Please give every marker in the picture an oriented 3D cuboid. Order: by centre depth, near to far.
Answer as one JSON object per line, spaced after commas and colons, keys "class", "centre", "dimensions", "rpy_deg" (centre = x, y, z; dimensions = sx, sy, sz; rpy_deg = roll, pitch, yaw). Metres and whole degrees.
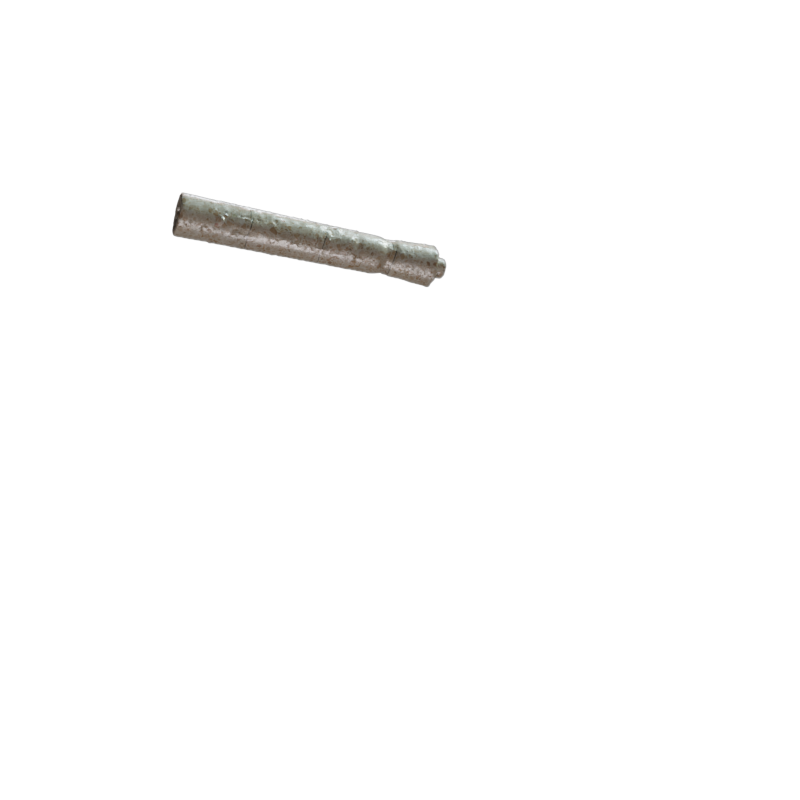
{"class": "marker", "centre": [-0.038, -0.069, 0.481], "dimensions": [0.118, 0.020, 0.020], "rpy_deg": [10, 1, -13]}
